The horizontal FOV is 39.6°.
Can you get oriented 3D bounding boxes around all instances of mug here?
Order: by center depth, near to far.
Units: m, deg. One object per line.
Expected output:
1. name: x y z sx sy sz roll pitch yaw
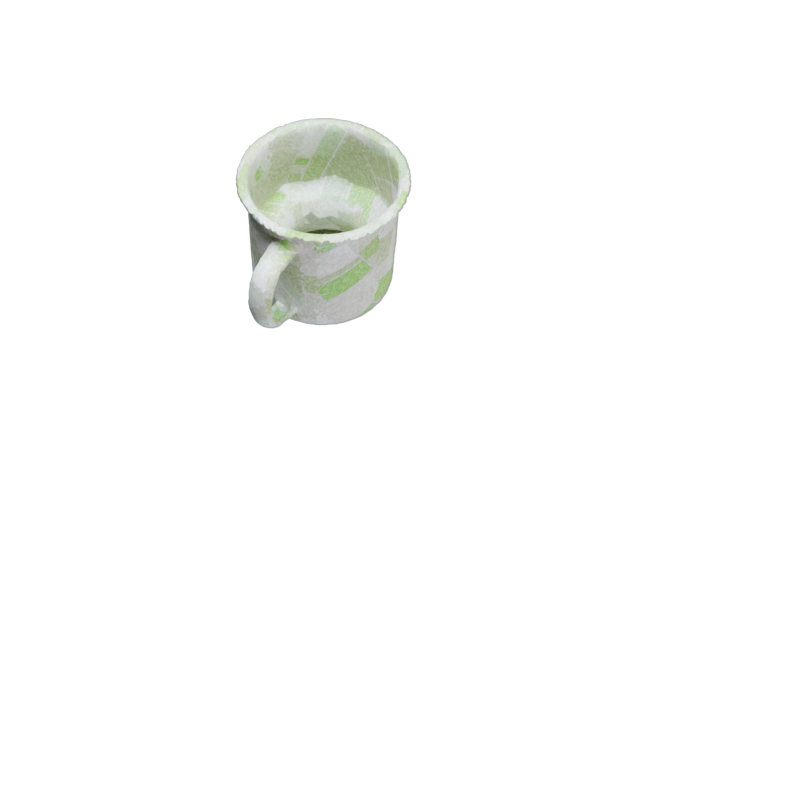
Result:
1. mug: -0.048 -0.087 0.608 0.096 0.122 0.076 20 -36 14
